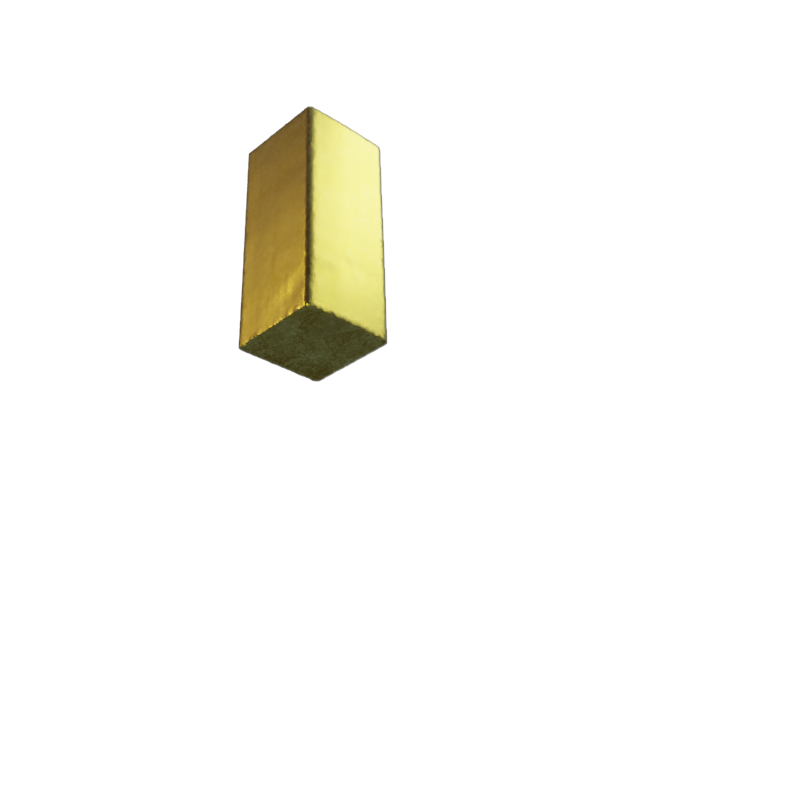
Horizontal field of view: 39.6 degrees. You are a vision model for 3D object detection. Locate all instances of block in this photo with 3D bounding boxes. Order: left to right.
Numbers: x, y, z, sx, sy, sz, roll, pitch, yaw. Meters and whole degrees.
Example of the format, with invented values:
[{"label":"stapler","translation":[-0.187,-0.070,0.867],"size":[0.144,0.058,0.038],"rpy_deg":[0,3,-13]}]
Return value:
[{"label":"block","translation":[-0.074,-0.136,0.952],"size":[0.085,0.220,0.090],"rpy_deg":[26,-42,-36]}]
